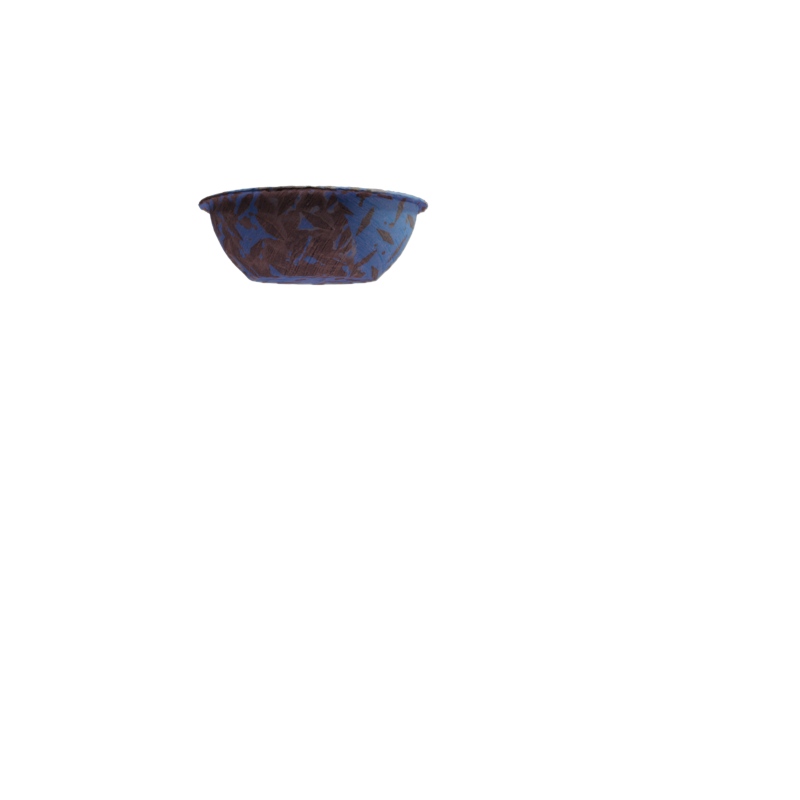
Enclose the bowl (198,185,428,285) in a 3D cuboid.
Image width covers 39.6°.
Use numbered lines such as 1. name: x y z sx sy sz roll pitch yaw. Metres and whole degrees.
1. bowl: -0.061 -0.111 0.781 0.162 0.055 0.161 0 1 -2
